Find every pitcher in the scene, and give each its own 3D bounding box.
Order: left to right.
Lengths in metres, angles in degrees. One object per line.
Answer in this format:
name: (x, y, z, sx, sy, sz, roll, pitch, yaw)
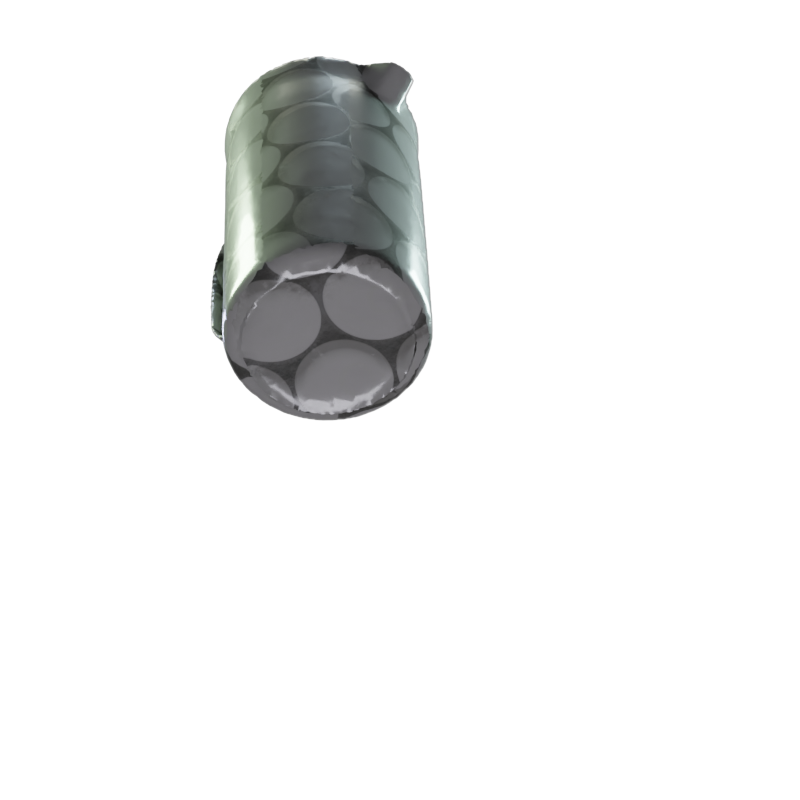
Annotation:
pitcher: (-0.052, -0.095, 0.665, 0.145, 0.140, 0.259, -4, 35, -1)
